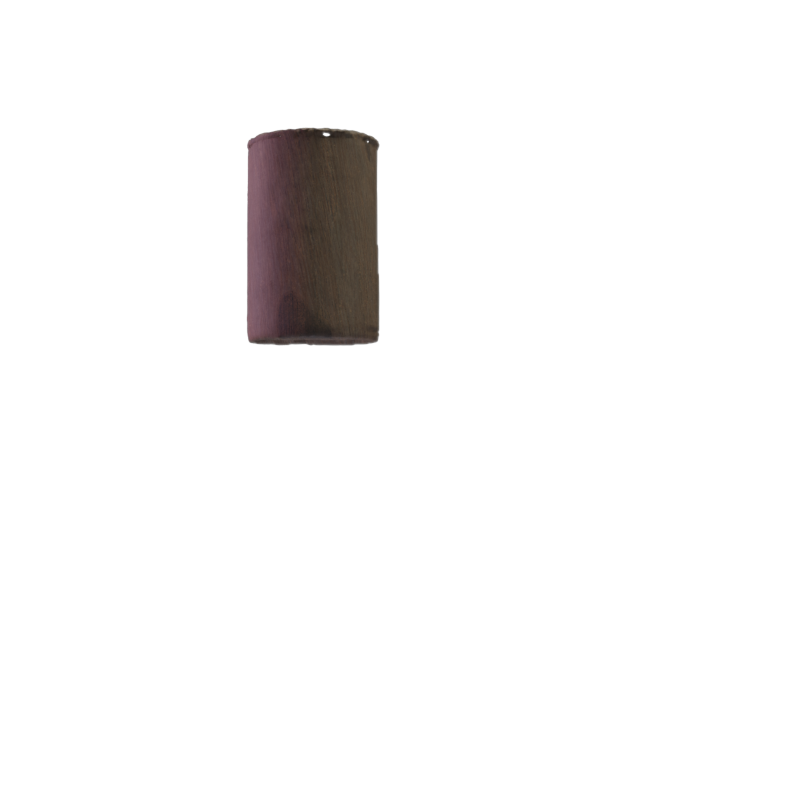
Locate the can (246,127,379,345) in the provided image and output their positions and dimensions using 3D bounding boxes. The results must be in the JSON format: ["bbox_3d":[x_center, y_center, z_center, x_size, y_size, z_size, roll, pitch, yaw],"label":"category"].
[{"bbox_3d":[-0.044,-0.080,0.562,0.068,0.104,0.067,0,-6,-2],"label":"can"}]
